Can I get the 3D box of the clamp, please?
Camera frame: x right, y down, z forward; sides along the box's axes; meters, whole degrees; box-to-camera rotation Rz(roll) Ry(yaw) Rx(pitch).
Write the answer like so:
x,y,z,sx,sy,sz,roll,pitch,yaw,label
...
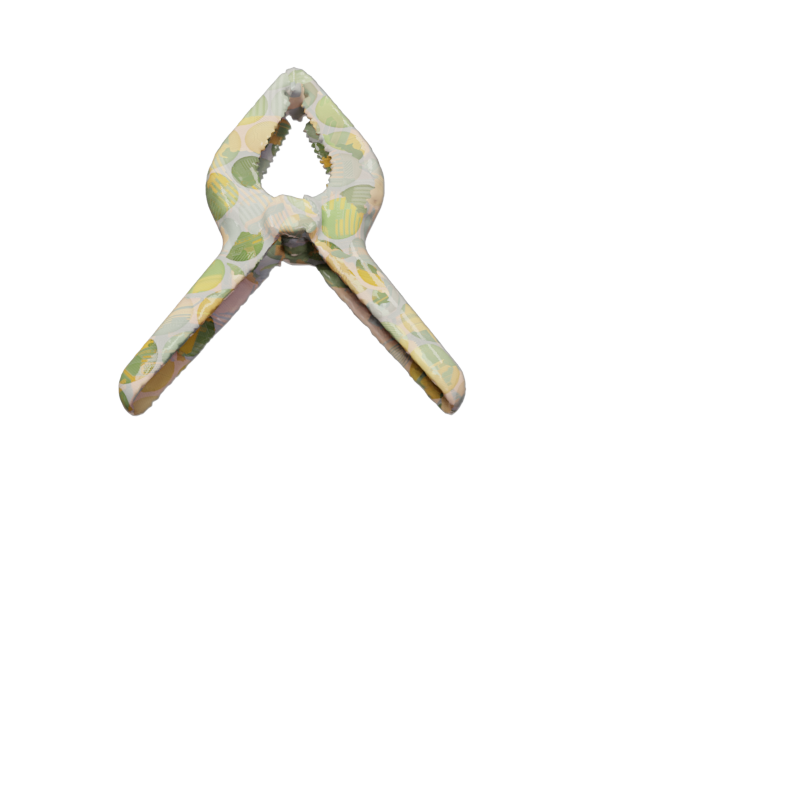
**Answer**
x,y,z,sx,sy,sz,roll,pitch,yaw,label
-0.045,-0.082,0.573,0.165,0.222,0.034,5,-30,3,clamp
